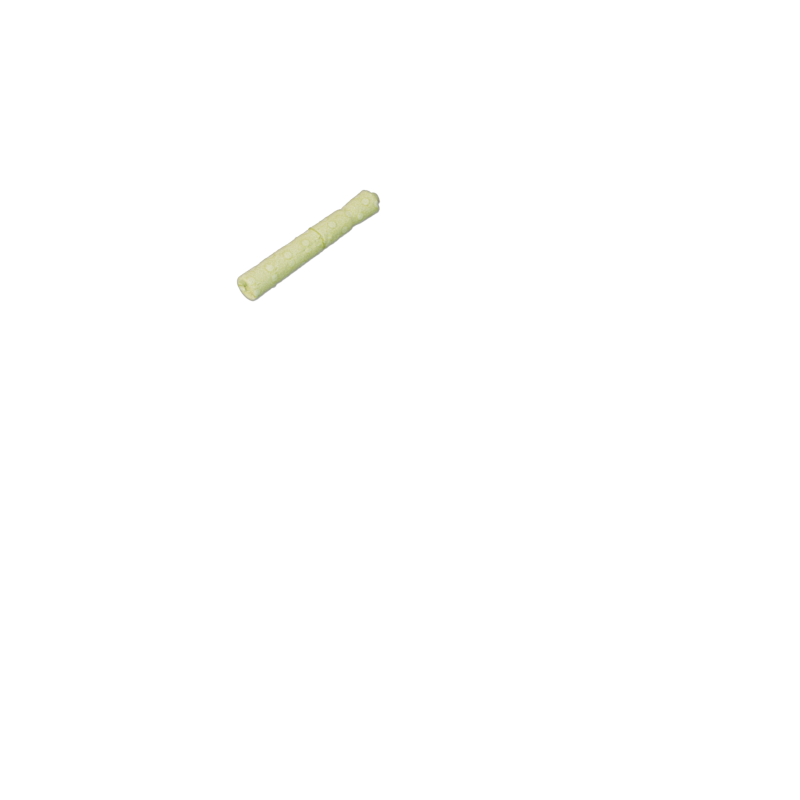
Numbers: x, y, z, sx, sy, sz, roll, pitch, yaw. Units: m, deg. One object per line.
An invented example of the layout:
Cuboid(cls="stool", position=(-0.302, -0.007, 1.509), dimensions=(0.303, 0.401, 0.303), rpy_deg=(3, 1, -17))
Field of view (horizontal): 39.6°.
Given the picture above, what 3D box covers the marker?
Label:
Cuboid(cls="marker", position=(-0.058, -0.106, 0.739), dimensions=(0.122, 0.019, 0.021), rpy_deg=(-40, 25, -28))
